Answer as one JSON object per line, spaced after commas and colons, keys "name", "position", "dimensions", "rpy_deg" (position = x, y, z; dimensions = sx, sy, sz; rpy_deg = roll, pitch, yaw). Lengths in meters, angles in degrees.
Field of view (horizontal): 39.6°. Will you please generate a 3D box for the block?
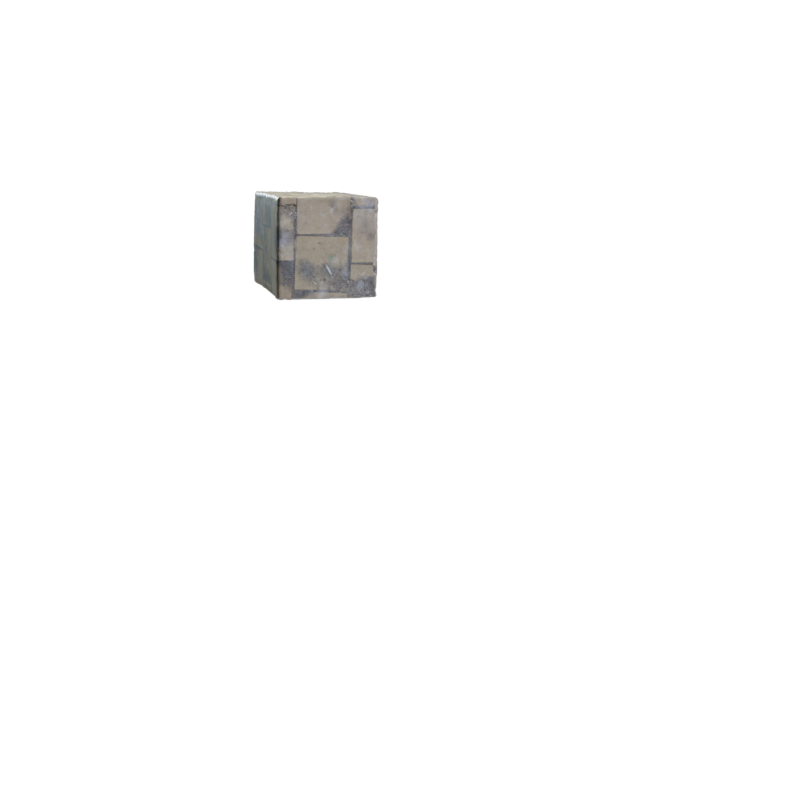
{"name": "block", "position": [-0.046, -0.083, 0.582], "dimensions": [0.052, 0.050, 0.081], "rpy_deg": [-2, 10, -15]}
